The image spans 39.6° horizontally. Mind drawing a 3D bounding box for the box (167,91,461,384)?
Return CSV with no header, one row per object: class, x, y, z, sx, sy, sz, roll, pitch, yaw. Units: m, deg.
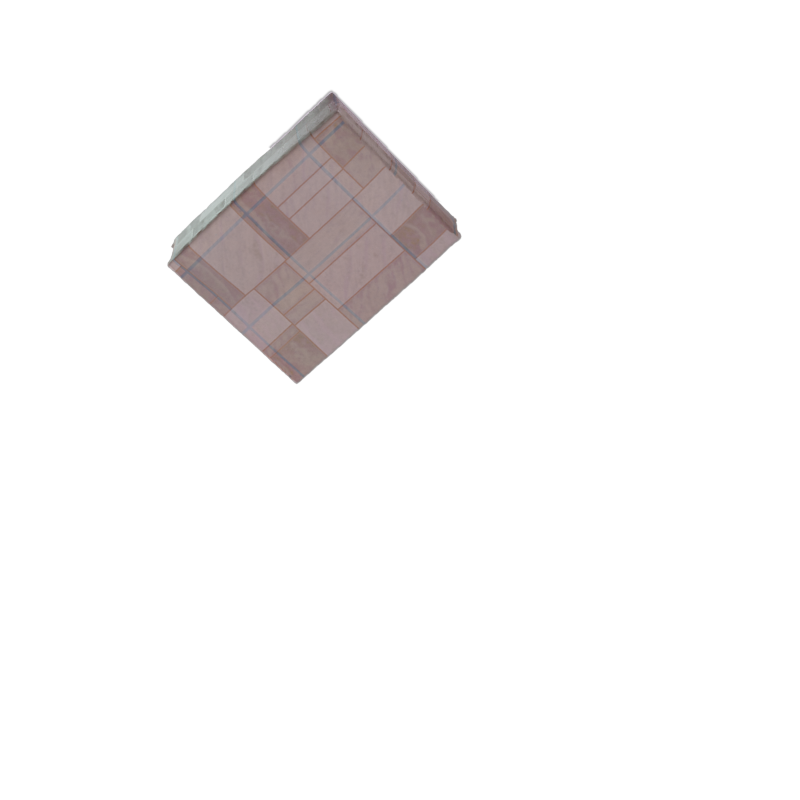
box,-0.042,-0.076,0.535,0.112,0.086,0.041,-40,19,15
